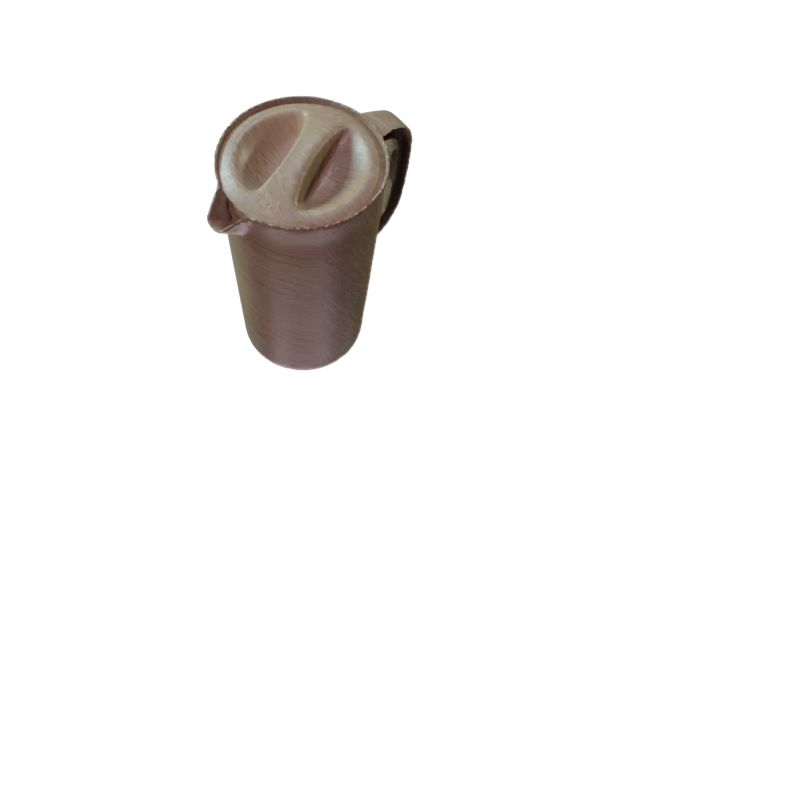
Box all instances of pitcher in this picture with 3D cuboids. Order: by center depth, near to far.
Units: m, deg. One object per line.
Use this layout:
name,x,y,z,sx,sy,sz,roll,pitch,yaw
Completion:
pitcher,-0.073,-0.133,0.933,0.150,0.154,0.228,6,-31,0
